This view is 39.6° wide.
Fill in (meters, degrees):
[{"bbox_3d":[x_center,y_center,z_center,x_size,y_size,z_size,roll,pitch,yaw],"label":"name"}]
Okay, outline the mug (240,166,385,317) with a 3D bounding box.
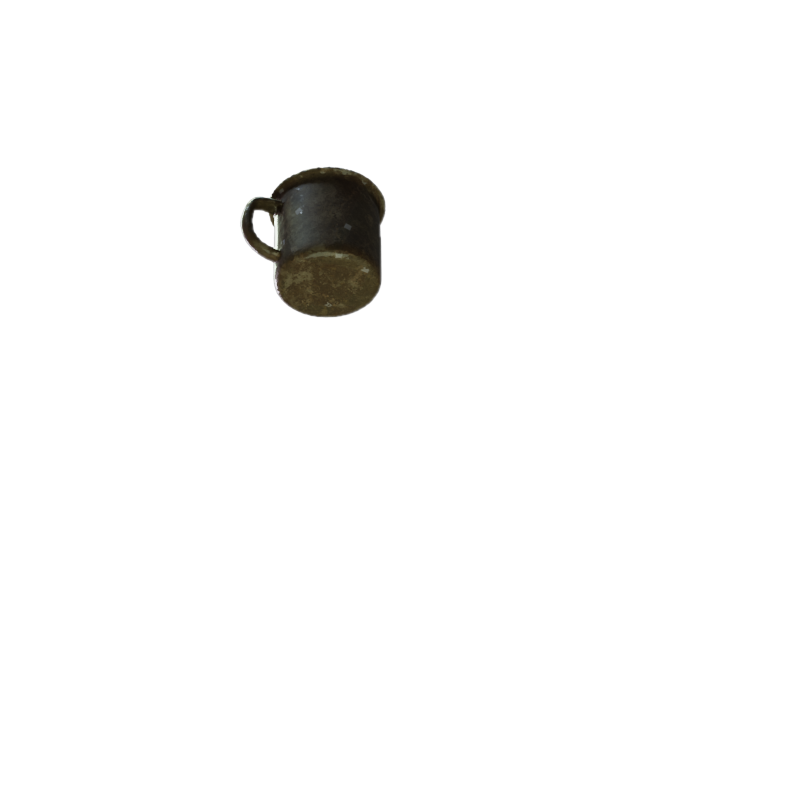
[{"bbox_3d":[-0.066,-0.121,0.846,0.113,0.087,0.090,17,-42,-22],"label":"mug"}]
